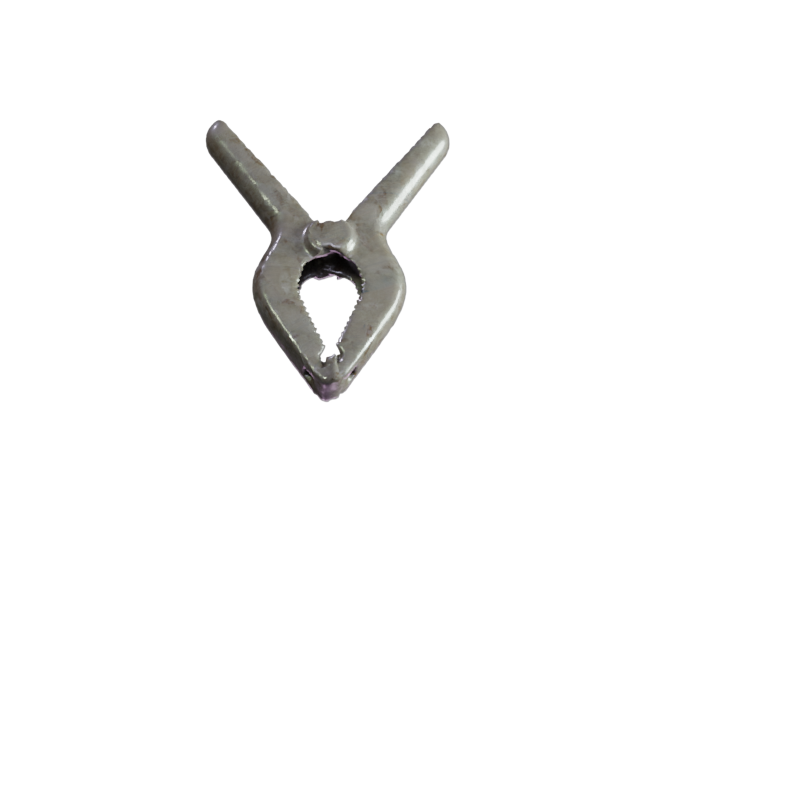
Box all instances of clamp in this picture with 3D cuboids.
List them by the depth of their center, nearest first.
[{"bbox_3d":[-0.055,-0.101,0.708,0.165,0.223,0.034,4,-32,3],"label":"clamp"}]
